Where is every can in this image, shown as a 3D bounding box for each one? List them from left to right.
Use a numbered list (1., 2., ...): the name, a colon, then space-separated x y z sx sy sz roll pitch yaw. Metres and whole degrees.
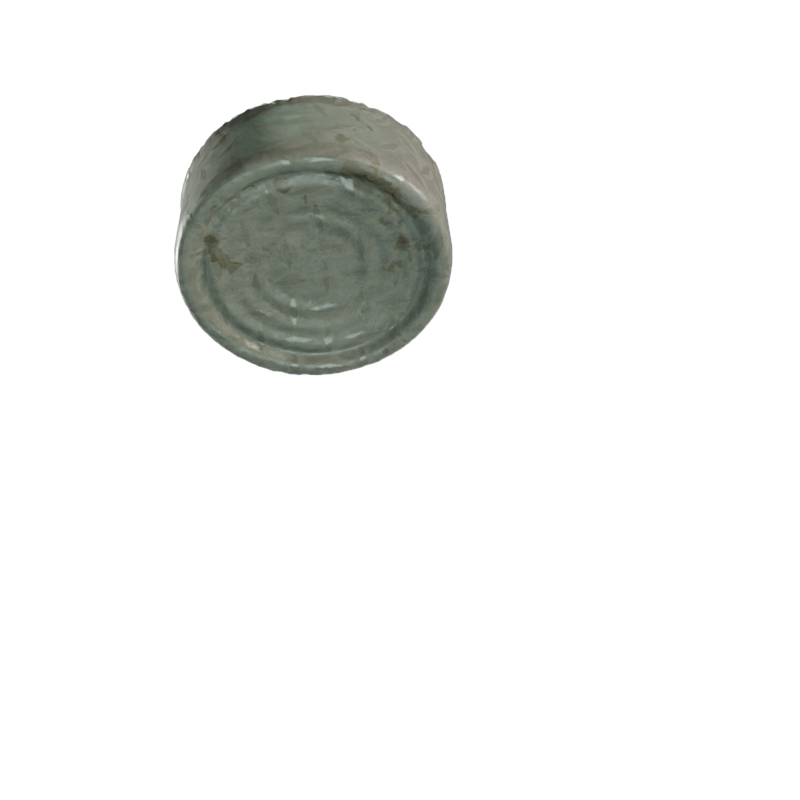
1. can: -0.027 -0.049 0.345 0.086 0.080 0.036 1 38 -1
